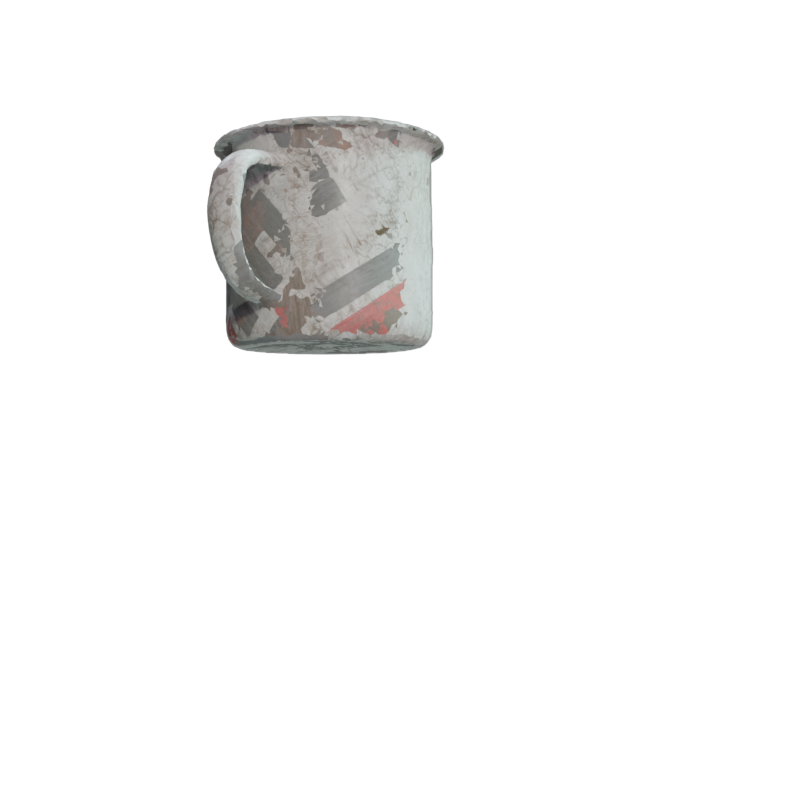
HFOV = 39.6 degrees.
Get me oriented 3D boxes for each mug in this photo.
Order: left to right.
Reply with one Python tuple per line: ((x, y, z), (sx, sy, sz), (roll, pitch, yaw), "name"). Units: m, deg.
((-0.034, -0.062, 0.432), (0.096, 0.083, 0.112), (-3, -6, 29), "mug")
